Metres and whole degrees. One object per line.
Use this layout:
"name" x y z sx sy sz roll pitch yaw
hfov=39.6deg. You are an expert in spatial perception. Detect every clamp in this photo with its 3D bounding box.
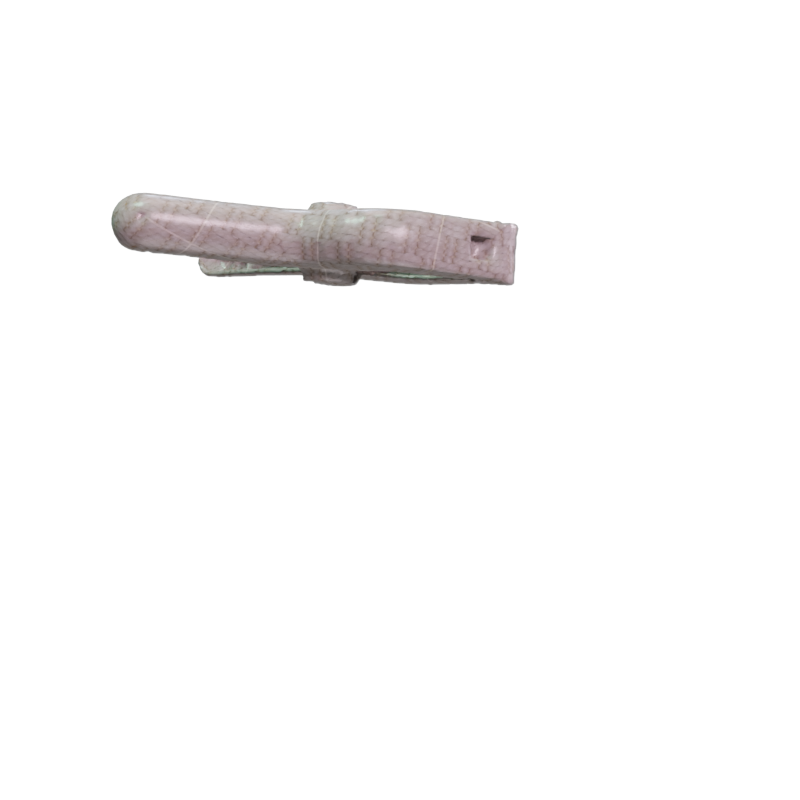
"clamp" -0.038 -0.070 0.491 0.176 0.039 0.117 2 5 21
